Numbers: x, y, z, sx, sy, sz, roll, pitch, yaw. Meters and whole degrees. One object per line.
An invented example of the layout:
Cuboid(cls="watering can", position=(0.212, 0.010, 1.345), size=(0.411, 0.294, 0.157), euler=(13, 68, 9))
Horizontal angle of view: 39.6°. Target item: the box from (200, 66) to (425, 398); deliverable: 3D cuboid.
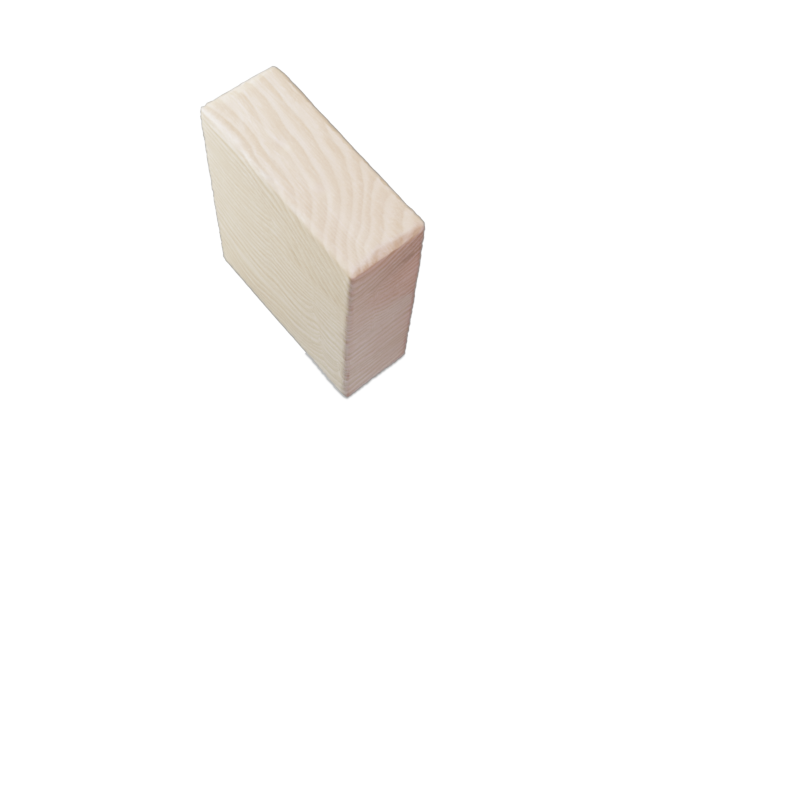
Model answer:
Cuboid(cls="box", position=(-0.063, -0.115, 0.806), size=(0.072, 0.173, 0.202), euler=(-35, -18, -17))
